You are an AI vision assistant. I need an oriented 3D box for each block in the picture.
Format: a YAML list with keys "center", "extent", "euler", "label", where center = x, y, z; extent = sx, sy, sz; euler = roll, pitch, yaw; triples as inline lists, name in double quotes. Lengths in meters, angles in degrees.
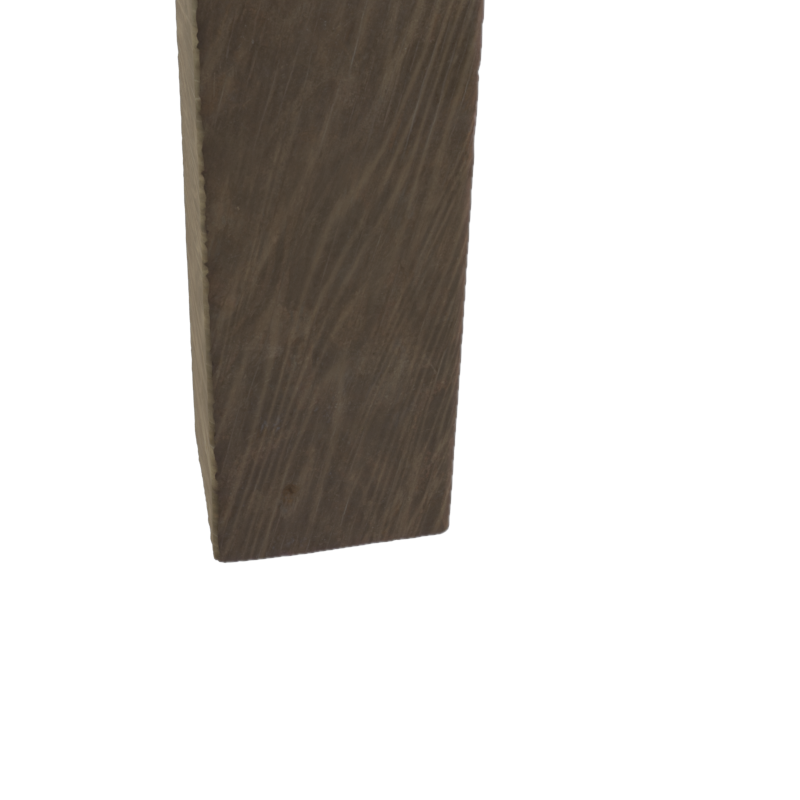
- center: [-0.031, -0.057, 0.400]
  extent: [0.089, 0.195, 0.097]
  euler: [-4, 27, -13]
  label: "block"
